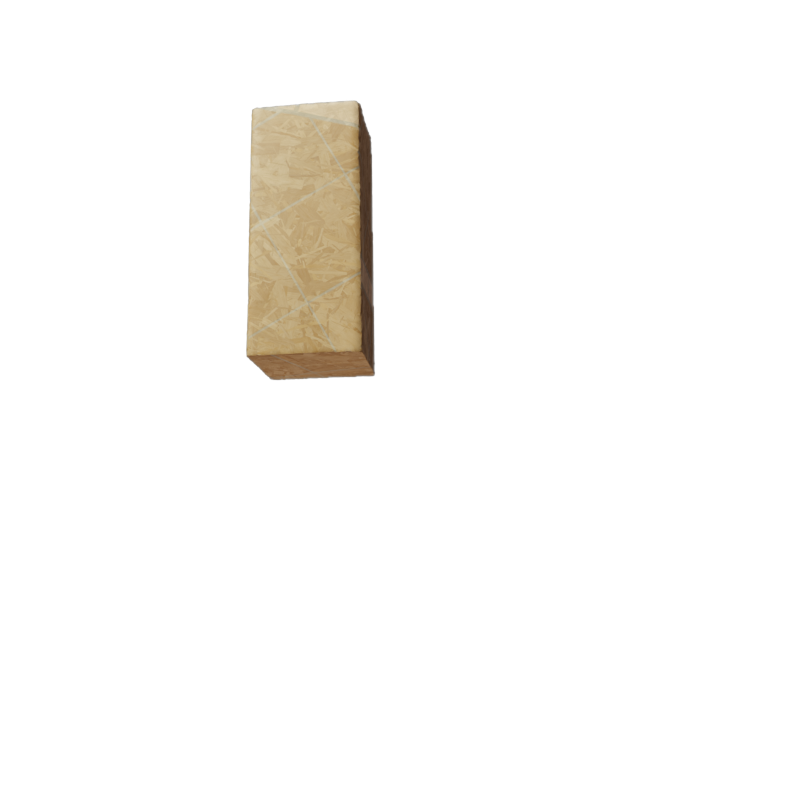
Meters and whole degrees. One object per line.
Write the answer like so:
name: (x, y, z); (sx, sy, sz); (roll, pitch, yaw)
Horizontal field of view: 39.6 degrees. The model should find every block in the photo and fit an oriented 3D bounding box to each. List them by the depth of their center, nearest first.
block: (-0.070, -0.128, 0.899); (0.091, 0.215, 0.086); (-3, -17, 7)
